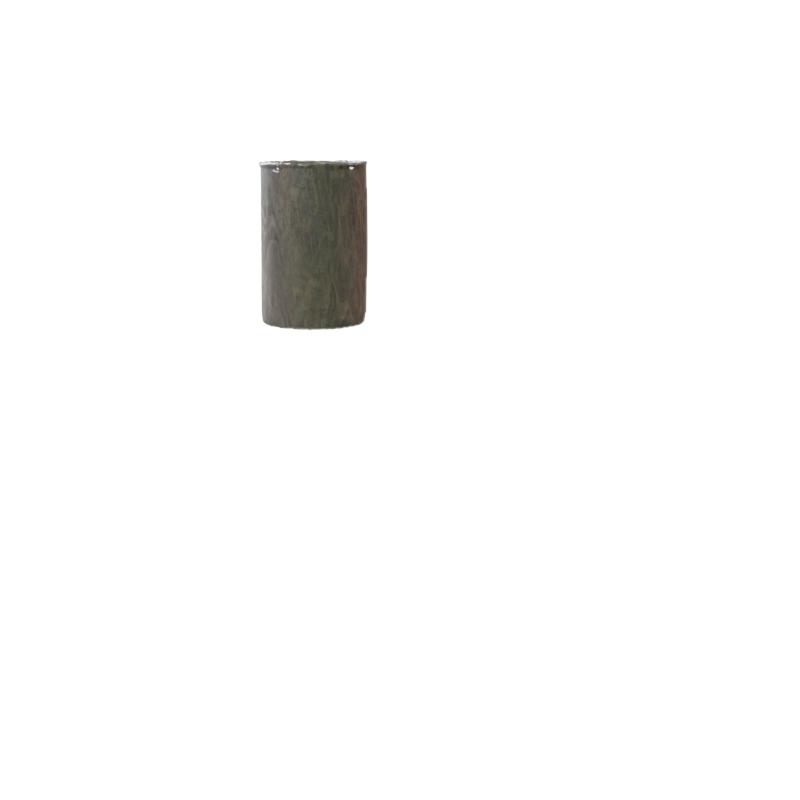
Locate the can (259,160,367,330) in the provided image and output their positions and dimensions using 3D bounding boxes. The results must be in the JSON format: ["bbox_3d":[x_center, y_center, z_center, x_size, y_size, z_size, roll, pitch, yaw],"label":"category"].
[{"bbox_3d":[-0.055,-0.100,0.702,0.068,0.101,0.070,0,8,-2],"label":"can"}]
